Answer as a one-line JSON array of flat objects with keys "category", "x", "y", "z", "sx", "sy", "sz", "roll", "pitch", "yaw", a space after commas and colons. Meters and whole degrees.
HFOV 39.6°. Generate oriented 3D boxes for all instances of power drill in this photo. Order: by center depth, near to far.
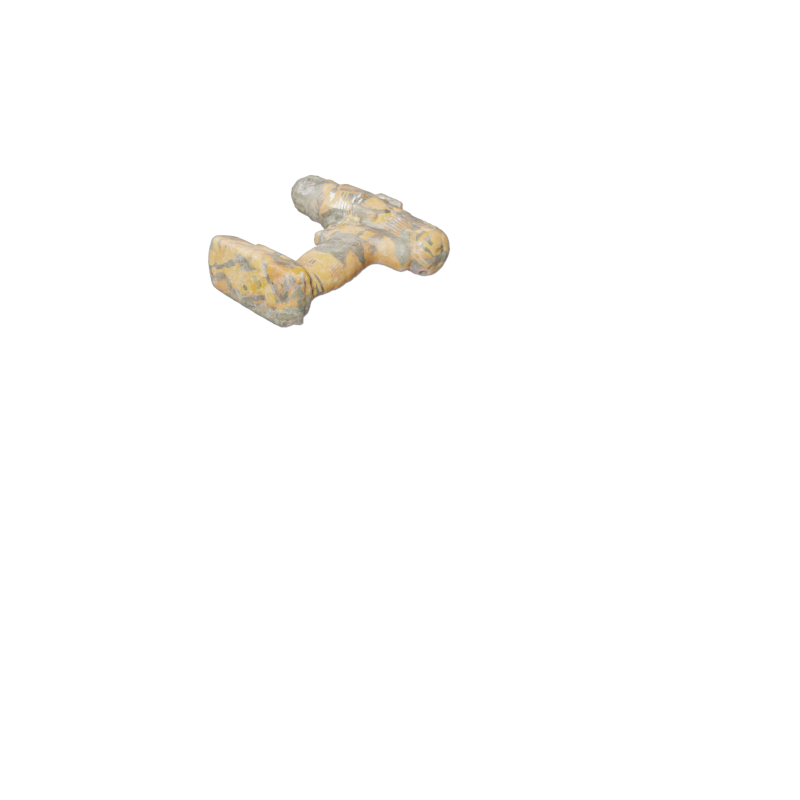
[{"category": "power drill", "x": -0.078, "y": -0.142, "z": 0.992, "sx": 0.197, "sy": 0.054, "sz": 0.187, "roll": 28, "pitch": 42, "yaw": 35}]
